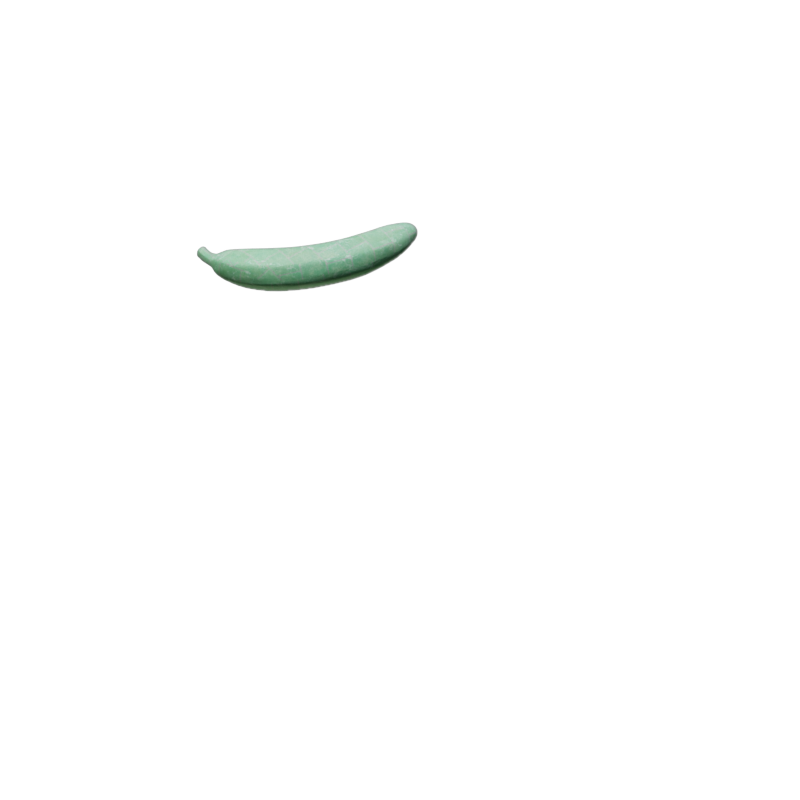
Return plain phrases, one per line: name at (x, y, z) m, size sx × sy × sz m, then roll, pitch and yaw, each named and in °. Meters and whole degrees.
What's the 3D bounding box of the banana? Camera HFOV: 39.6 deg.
banana at (-0.077, -0.125, 0.964) m, size 0.196 × 0.034 × 0.075 m, roll -6°, pitch 45°, yaw -6°
